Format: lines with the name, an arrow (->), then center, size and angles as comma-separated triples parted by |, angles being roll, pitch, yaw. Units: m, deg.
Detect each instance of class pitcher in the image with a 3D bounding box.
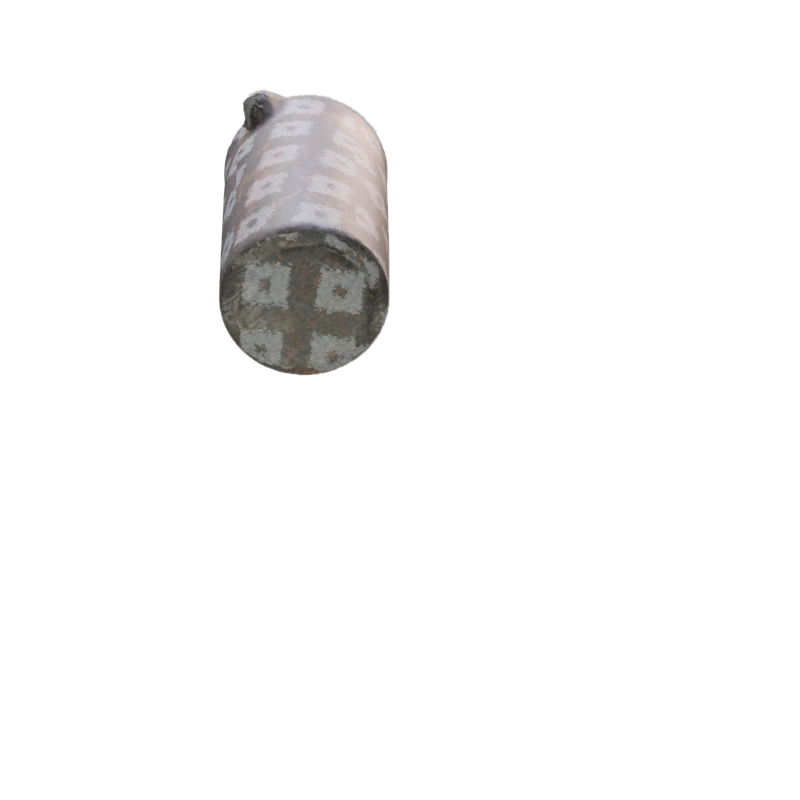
pitcher -> -0.063, -0.115, 0.802 | 0.147, 0.139, 0.258 | 14, 28, -11
